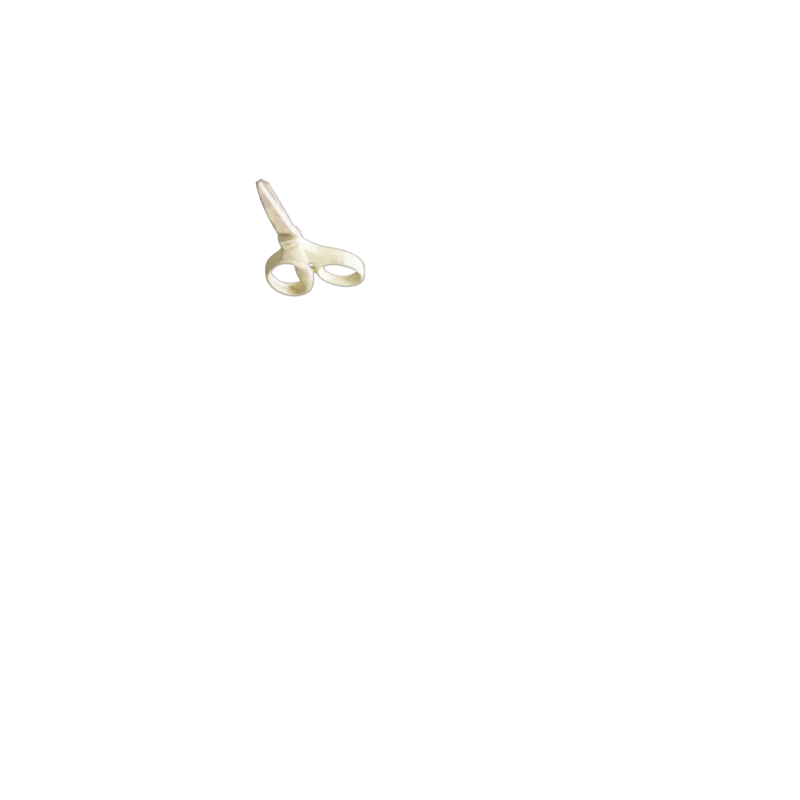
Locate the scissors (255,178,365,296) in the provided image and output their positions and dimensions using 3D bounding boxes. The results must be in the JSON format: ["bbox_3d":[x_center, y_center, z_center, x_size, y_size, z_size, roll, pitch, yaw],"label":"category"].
[{"bbox_3d":[-0.071,-0.130,0.910,0.095,0.017,0.193,2,-19,-6],"label":"scissors"}]
